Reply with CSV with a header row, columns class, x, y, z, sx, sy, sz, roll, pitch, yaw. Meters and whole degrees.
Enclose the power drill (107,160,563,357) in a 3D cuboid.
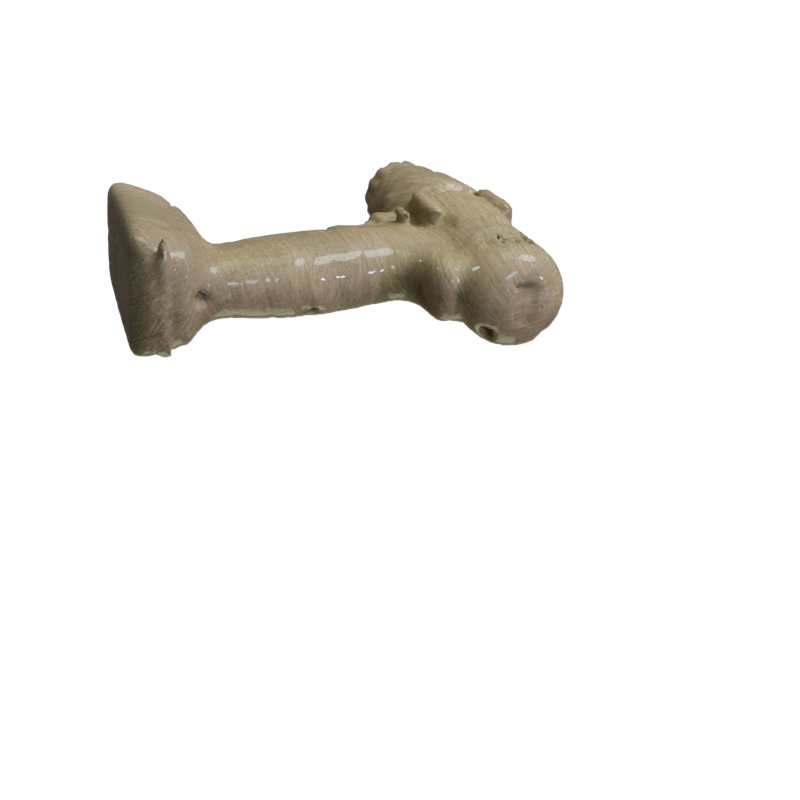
class,x,y,z,sx,sy,sz,roll,pitch,yaw
power drill,-0.041,-0.075,0.523,0.185,0.055,0.196,-6,24,-15
